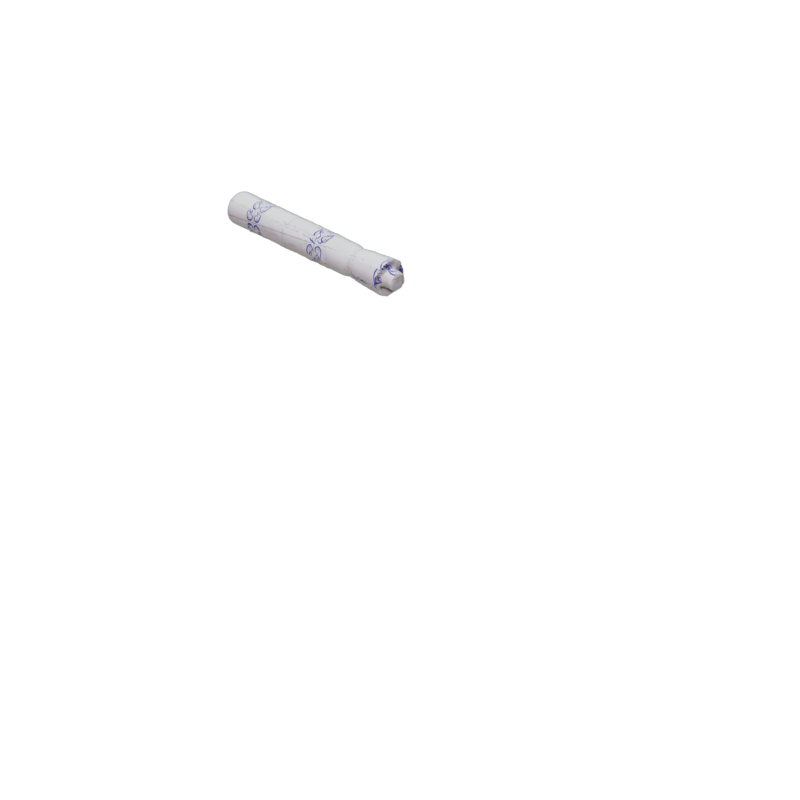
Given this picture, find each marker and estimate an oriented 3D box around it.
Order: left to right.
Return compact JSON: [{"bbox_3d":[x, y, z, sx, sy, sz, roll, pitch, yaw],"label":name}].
[{"bbox_3d":[-0.044,-0.080,0.558,0.019,0.019,0.129,-3,25,-44],"label":"marker"}]
